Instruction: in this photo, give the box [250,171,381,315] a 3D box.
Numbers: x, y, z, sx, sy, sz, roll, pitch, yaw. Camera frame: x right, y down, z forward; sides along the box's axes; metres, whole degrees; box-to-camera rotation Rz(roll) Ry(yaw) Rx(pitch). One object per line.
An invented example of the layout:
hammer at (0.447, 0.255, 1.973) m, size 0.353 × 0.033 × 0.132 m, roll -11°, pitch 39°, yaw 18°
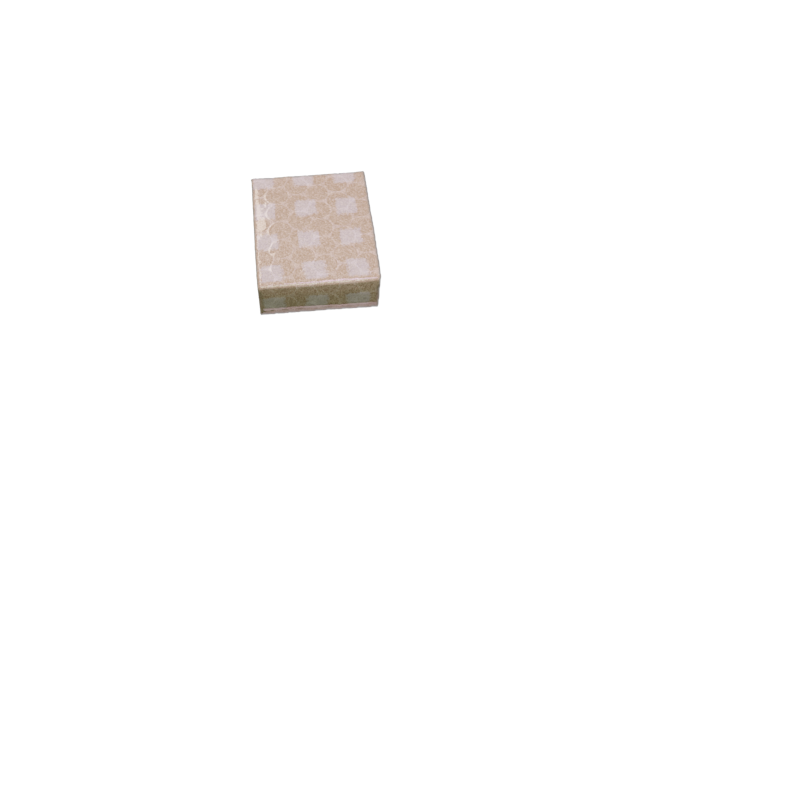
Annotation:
box at (-0.066, -0.120, 0.840) m, size 0.089 × 0.122 × 0.036 m, roll -5°, pitch -39°, yaw -5°
